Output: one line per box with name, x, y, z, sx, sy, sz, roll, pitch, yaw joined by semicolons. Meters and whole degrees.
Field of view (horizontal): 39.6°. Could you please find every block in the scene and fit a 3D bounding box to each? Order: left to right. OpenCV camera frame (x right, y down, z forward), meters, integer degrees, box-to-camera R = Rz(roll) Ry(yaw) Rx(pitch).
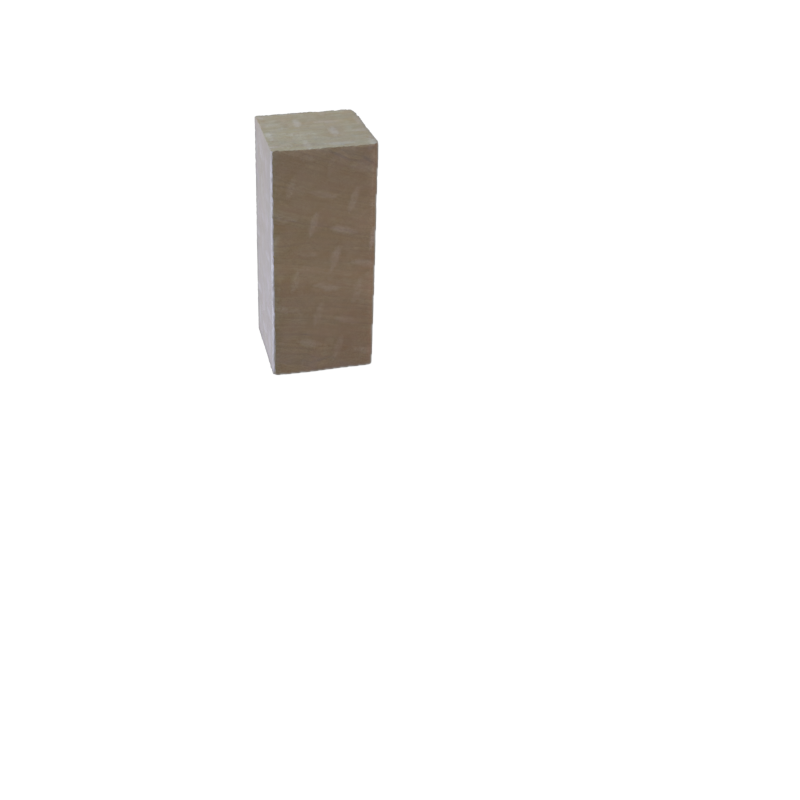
block;-0.074;-0.137;0.956;0.089;0.195;0.097;-5;28;-13
